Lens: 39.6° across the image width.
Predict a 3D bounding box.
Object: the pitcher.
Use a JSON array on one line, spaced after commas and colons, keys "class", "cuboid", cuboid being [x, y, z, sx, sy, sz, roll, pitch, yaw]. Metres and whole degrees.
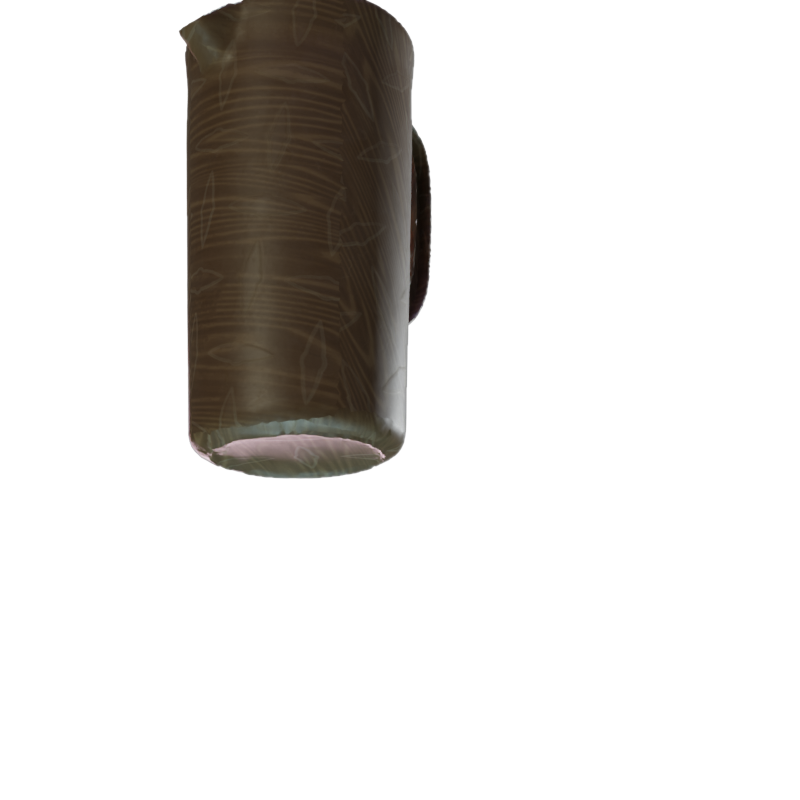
[{"class": "pitcher", "cuboid": [-0.047, -0.086, 0.603, 0.148, 0.256, 0.138, 0, -22, -4]}]
